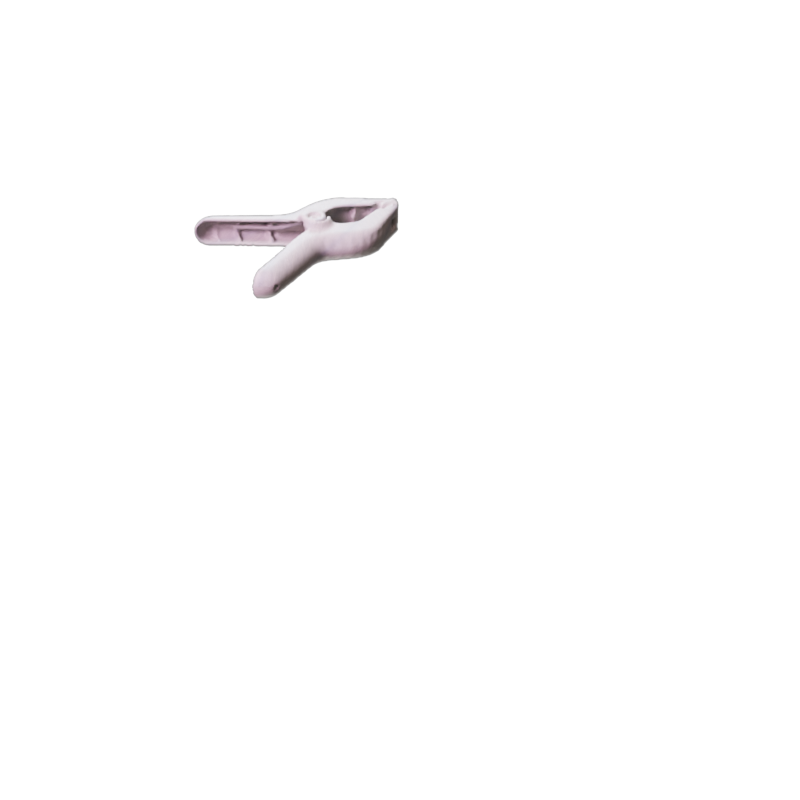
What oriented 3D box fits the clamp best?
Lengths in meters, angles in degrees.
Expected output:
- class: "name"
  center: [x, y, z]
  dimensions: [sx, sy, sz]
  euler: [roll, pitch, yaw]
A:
- class: "clamp"
  center: [-0.071, -0.129, 0.901]
  dimensions: [0.169, 0.037, 0.130]
  euler: [-15, 42, -17]
